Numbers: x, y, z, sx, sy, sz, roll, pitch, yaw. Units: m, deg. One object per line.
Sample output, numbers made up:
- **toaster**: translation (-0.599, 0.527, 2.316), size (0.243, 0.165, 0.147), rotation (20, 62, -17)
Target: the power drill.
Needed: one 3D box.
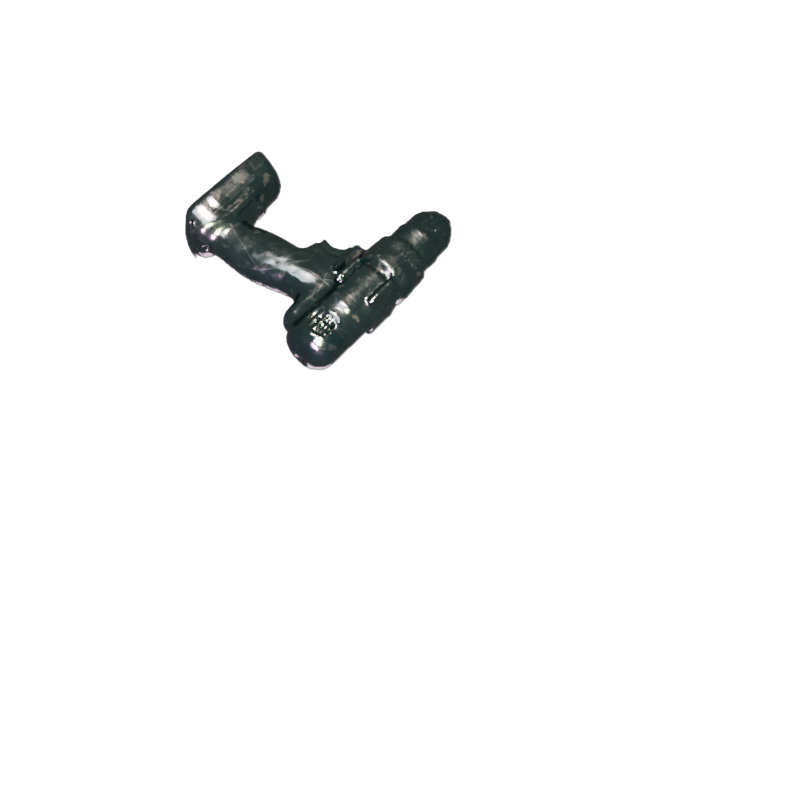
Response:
- **power drill**: translation (-0.073, -0.134, 0.938), size (0.198, 0.187, 0.053), rotation (34, -30, 23)
